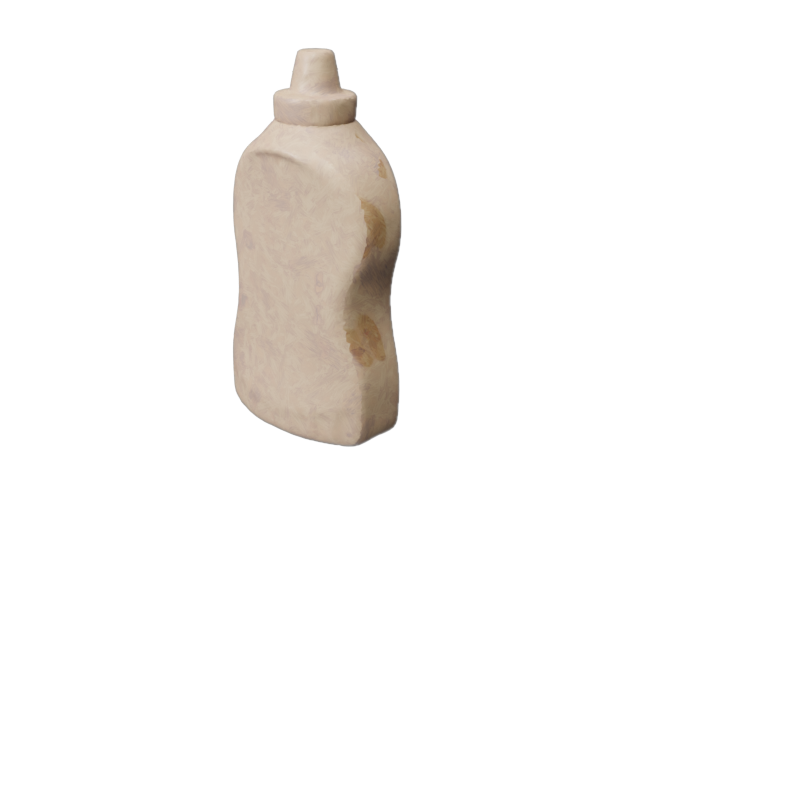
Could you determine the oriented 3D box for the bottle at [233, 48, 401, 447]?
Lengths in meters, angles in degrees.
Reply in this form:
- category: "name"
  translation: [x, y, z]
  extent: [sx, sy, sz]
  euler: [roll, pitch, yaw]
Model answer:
- category: "bottle"
  translation: [-0.043, -0.080, 0.559]
  extent: [0.102, 0.184, 0.057]
  euler: [19, 25, 41]
